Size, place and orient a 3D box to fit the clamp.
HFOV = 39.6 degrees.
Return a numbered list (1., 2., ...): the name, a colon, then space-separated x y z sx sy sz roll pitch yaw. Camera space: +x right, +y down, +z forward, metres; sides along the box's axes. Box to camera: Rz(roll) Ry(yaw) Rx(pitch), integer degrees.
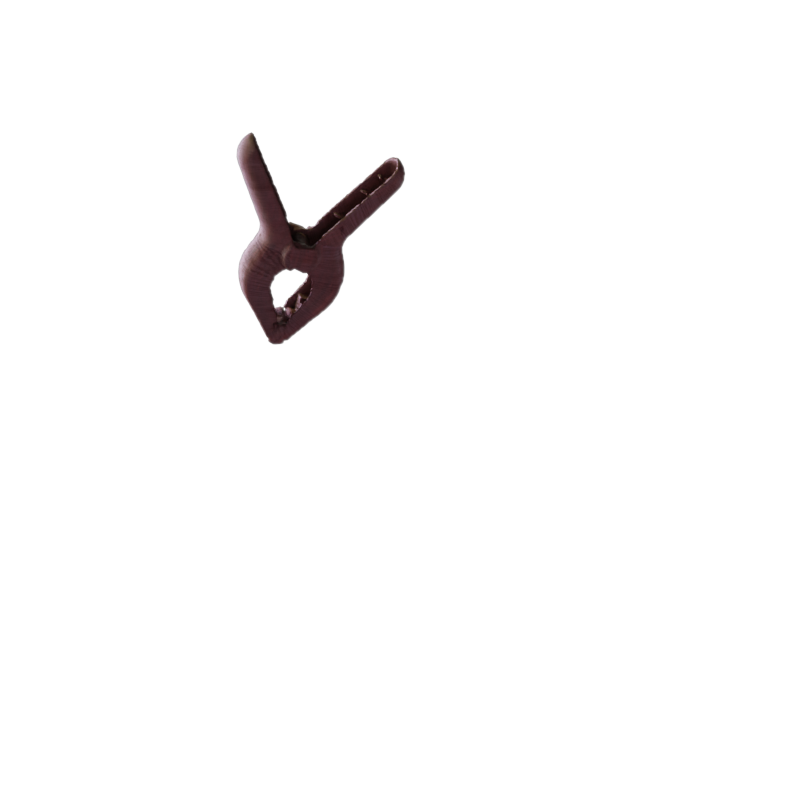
1. clamp: -0.064 -0.116 0.815 0.119 0.161 0.042 6 37 -5
